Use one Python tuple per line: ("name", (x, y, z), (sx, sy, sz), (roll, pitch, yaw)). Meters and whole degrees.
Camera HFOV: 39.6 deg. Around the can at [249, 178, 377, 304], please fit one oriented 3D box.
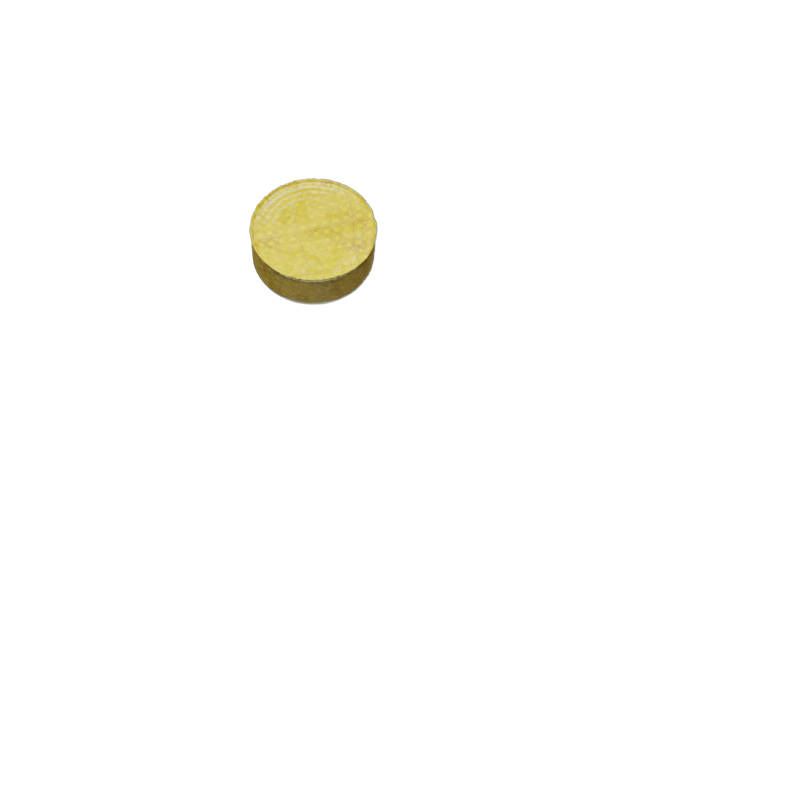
("can", (-0.059, -0.108, 0.755), (0.086, 0.092, 0.031), (-1, -34, -1))
